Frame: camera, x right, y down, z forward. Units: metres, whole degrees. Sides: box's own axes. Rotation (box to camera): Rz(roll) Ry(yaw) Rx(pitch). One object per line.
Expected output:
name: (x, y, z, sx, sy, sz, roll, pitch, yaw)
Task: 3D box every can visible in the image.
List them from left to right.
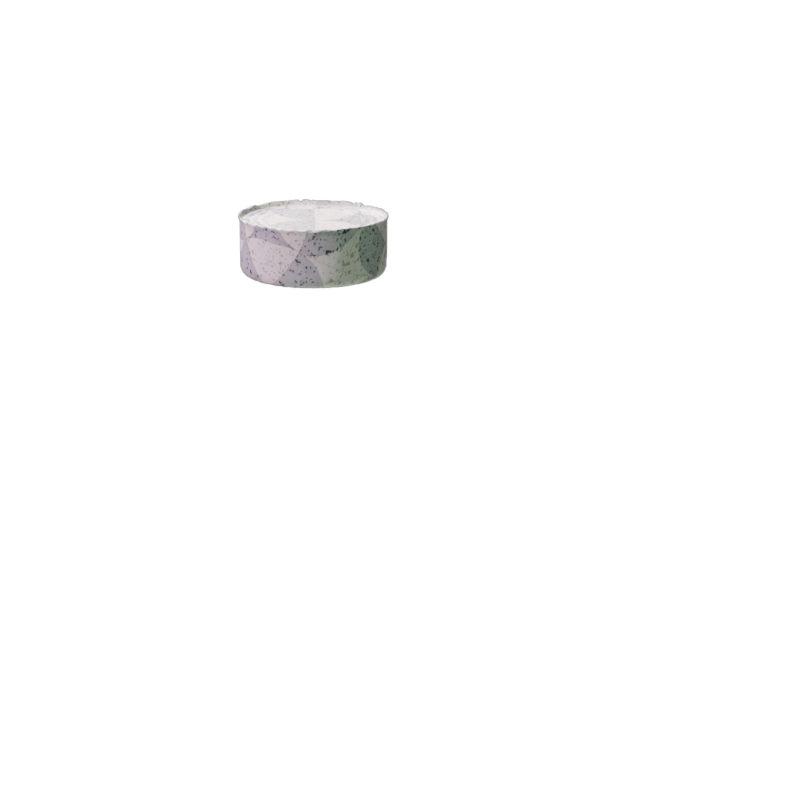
can: (-0.050, -0.091, 0.635, 0.086, 0.032, 0.089, -1, 20, -2)
